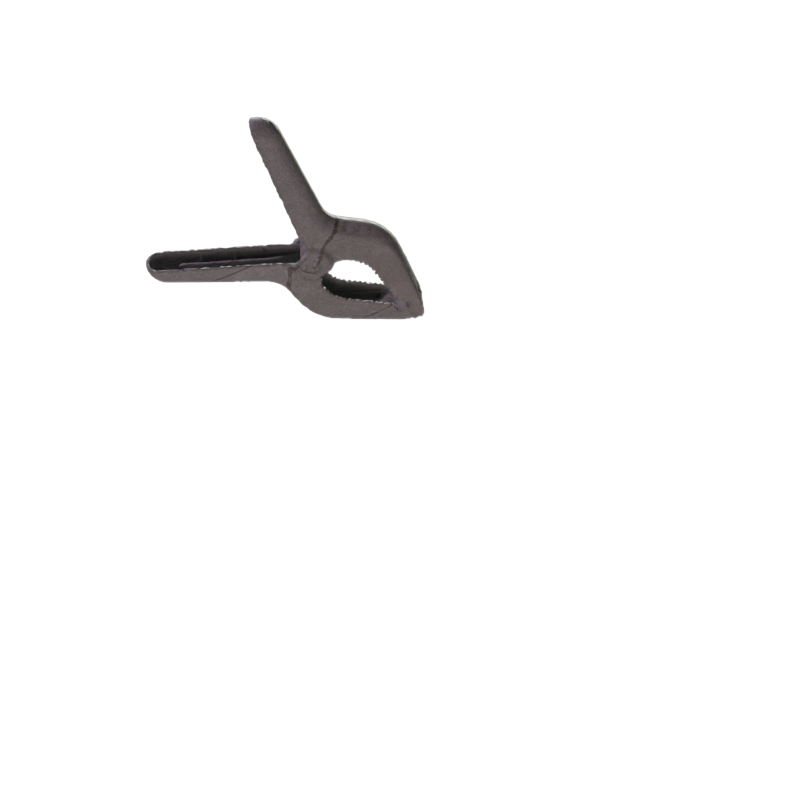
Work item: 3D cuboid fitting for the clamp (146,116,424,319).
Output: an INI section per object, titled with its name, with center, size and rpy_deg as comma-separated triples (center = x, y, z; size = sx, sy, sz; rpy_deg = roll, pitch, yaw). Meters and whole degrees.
[clamp]
center = -0.065, -0.118, 0.828
size = 0.203, 0.039, 0.159
rpy_deg = 20, -48, -19
